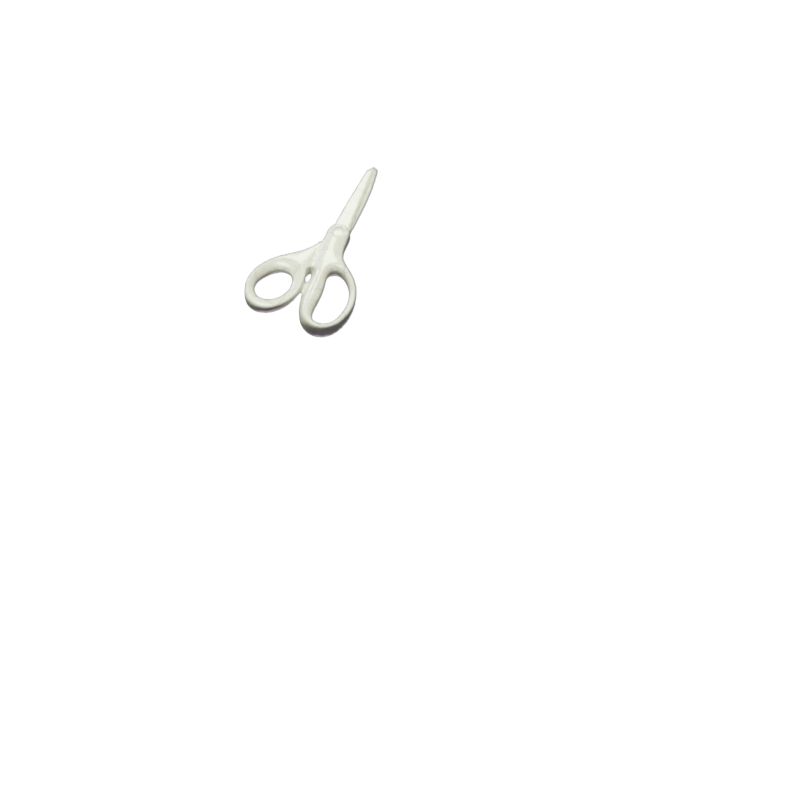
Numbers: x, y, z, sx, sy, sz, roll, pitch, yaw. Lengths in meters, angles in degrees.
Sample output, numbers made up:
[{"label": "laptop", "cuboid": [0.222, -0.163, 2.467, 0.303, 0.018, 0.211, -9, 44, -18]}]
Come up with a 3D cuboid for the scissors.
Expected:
[{"label": "scissors", "cuboid": [-0.071, -0.129, 0.903, 0.096, 0.216, 0.015, 2, -44, 2]}]
